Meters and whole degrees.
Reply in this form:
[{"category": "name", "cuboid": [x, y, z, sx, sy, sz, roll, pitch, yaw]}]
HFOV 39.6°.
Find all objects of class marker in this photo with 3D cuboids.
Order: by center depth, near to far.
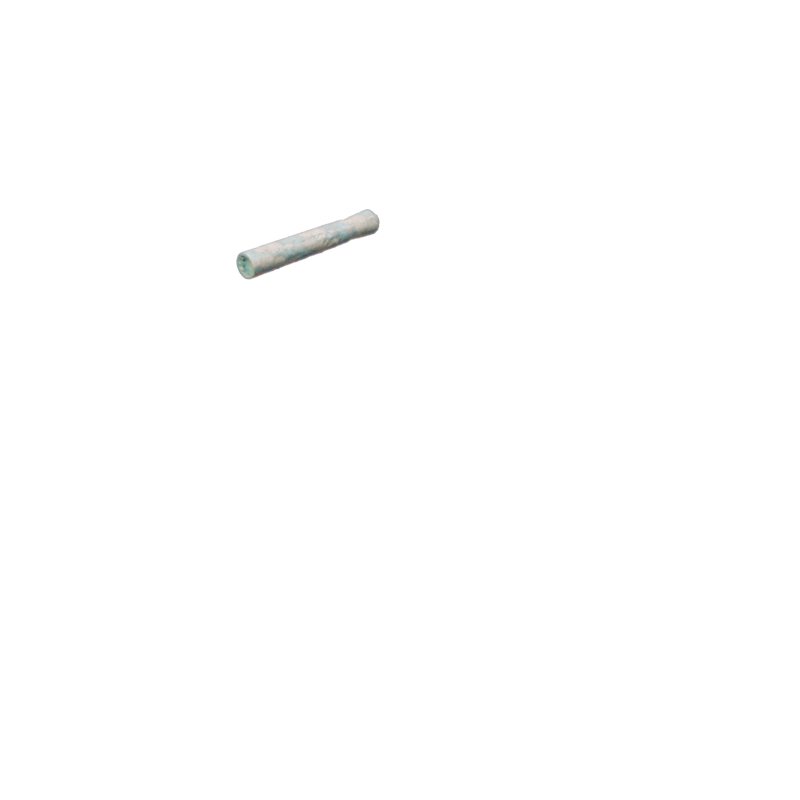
[{"category": "marker", "cuboid": [-0.060, -0.109, 0.760, 0.120, 0.019, 0.021, -27, 20, -38]}]
